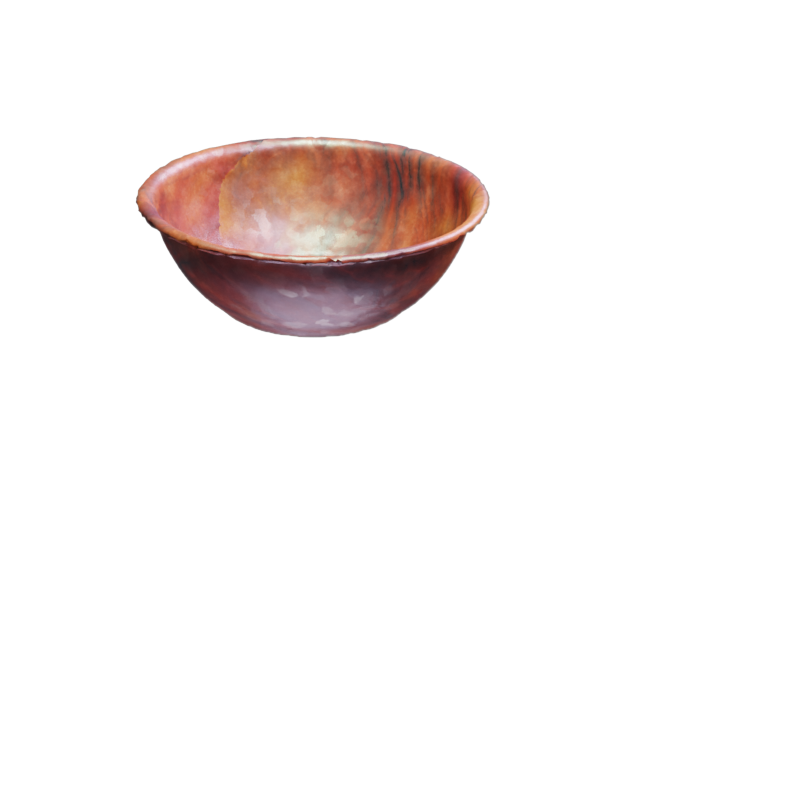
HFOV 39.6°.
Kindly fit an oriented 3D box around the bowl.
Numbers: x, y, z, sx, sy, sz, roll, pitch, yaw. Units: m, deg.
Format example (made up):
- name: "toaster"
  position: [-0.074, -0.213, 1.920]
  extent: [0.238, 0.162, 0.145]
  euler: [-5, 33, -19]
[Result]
- name: "bowl"
  position: [-0.041, -0.074, 0.520]
  extent: [0.162, 0.052, 0.172]
  euler: [-1, 29, -2]
